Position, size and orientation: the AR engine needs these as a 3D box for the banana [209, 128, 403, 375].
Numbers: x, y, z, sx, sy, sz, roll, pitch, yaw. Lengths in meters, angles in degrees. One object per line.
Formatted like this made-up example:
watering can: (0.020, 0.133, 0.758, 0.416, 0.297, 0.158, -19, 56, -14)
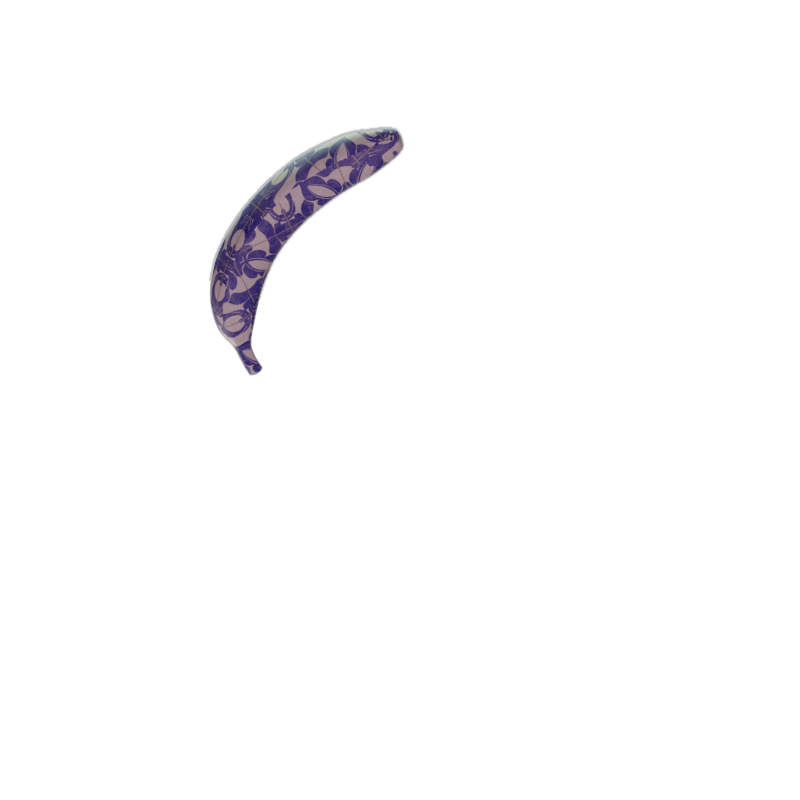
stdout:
banana: (-0.077, -0.113, 0.752, 0.068, 0.194, 0.038, 31, 17, -12)
